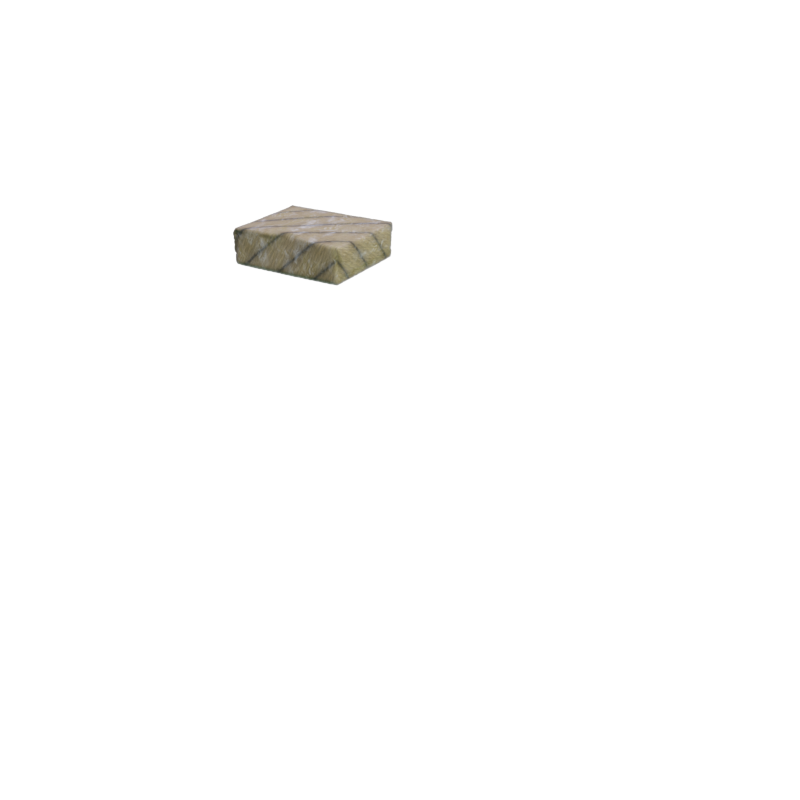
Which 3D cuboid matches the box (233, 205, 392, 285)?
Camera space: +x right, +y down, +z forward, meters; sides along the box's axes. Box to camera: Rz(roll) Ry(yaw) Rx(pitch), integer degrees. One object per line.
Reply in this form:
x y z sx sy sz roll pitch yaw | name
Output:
-0.062 -0.112 0.785 0.093 0.029 0.073 14 27 29 | box
